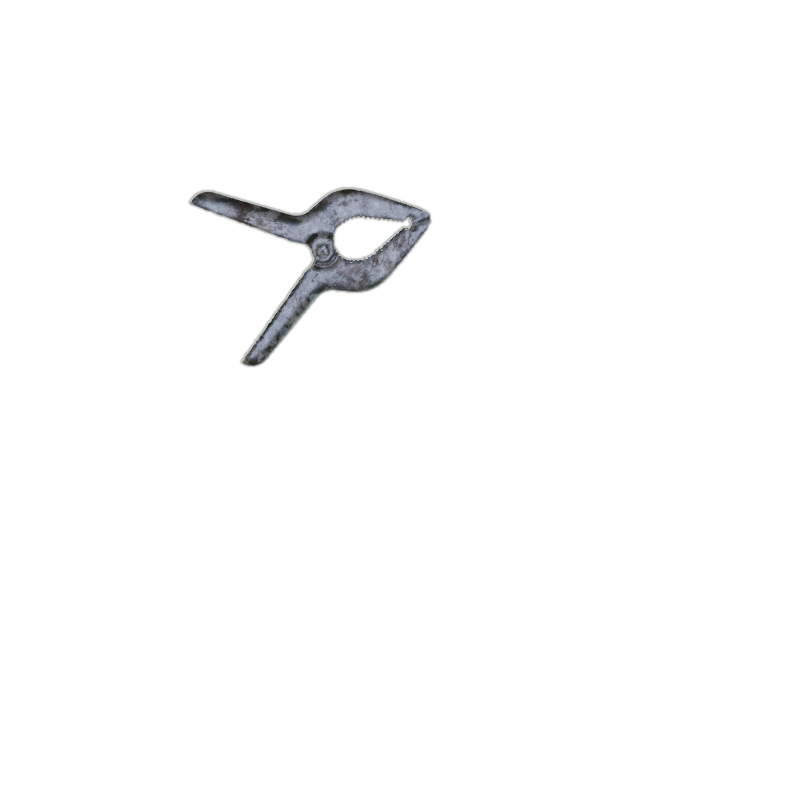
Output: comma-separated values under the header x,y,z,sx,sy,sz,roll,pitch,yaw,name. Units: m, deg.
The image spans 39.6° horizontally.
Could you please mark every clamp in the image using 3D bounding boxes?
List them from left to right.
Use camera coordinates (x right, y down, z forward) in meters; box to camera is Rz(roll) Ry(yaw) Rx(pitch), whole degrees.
x,y,z,sx,sy,sz,roll,pitch,yaw,name
-0.078,-0.143,1.000,0.210,0.162,0.037,-24,6,3,clamp
